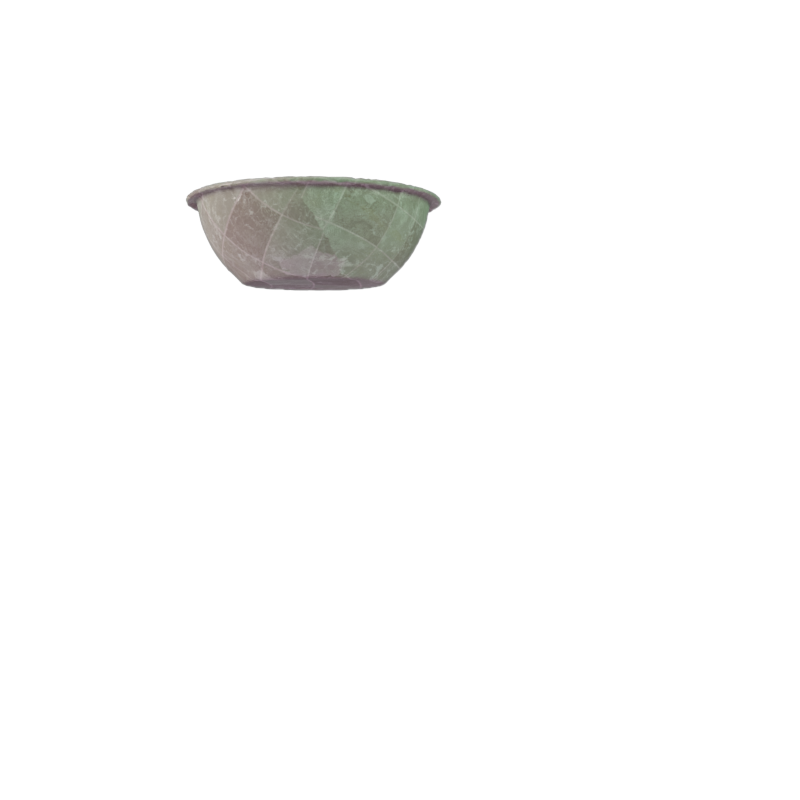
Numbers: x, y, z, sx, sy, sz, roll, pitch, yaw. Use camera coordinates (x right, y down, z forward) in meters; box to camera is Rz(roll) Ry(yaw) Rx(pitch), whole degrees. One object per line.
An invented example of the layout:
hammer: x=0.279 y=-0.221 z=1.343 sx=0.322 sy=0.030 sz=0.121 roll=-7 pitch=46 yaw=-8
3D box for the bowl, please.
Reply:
bowl: x=-0.055 y=-0.100 z=0.703 sx=0.162 sy=0.056 sz=0.161 roll=0 pitch=0 yaw=-2
